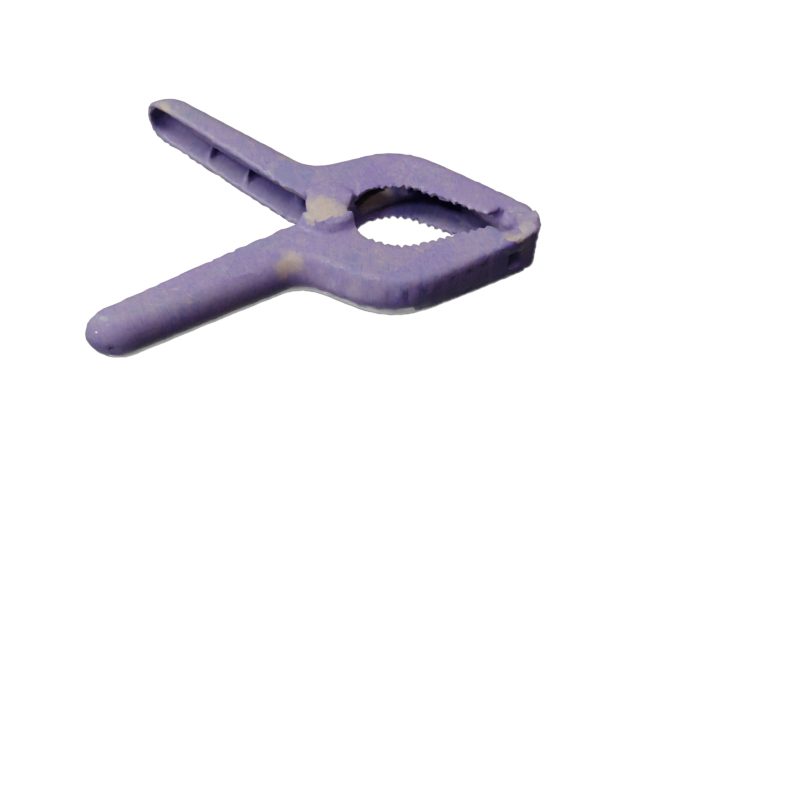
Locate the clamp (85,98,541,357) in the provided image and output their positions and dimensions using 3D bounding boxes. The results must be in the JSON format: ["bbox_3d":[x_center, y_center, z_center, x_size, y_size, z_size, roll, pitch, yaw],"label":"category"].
[{"bbox_3d":[-0.041,-0.076,0.530,0.212,0.174,0.034,8,-39,6],"label":"clamp"}]
